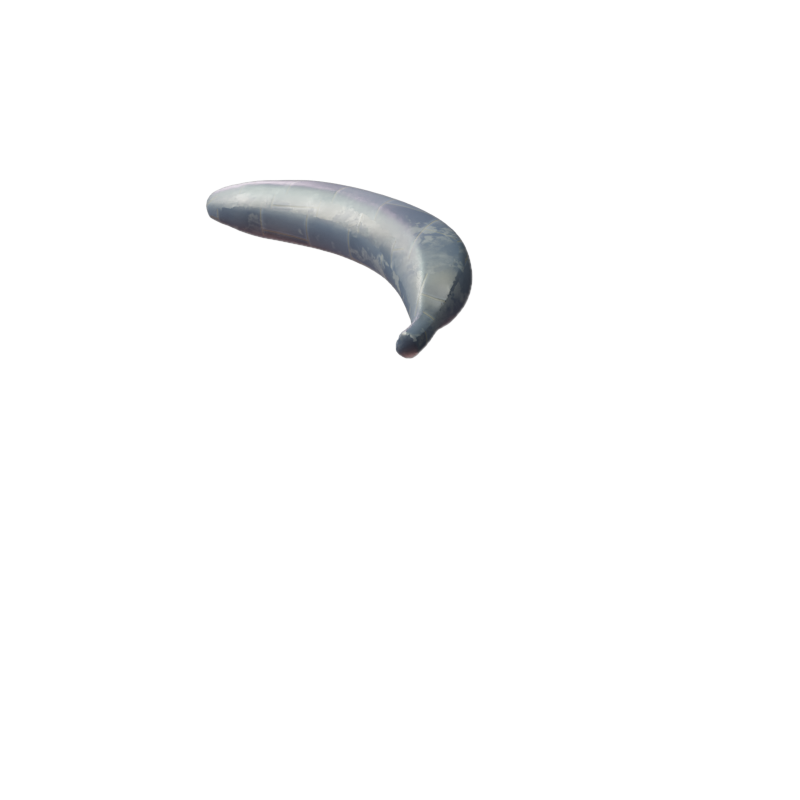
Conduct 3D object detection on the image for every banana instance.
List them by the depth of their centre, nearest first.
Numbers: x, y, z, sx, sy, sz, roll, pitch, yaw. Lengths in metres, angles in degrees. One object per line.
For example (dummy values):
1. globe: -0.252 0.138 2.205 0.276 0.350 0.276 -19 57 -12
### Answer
1. banana: -0.024 -0.079 0.538 0.068 0.035 0.212 -15 30 -28
